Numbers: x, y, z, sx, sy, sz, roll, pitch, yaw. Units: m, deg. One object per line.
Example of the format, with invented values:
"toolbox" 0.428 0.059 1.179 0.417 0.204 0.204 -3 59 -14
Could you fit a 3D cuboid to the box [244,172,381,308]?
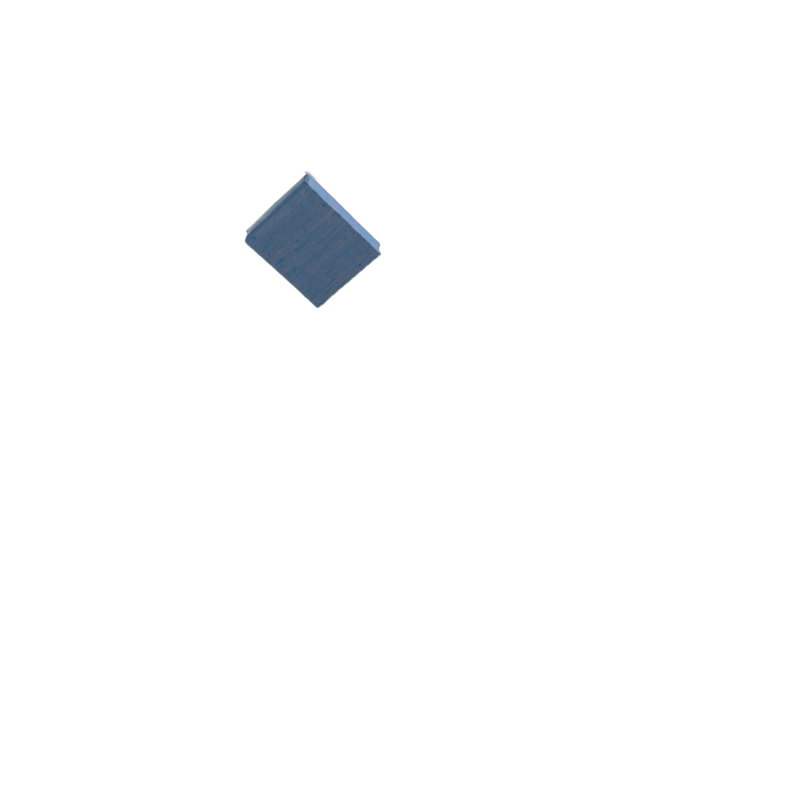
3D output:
"box" -0.071 -0.130 0.913 0.072 0.085 0.032 -41 19 17
